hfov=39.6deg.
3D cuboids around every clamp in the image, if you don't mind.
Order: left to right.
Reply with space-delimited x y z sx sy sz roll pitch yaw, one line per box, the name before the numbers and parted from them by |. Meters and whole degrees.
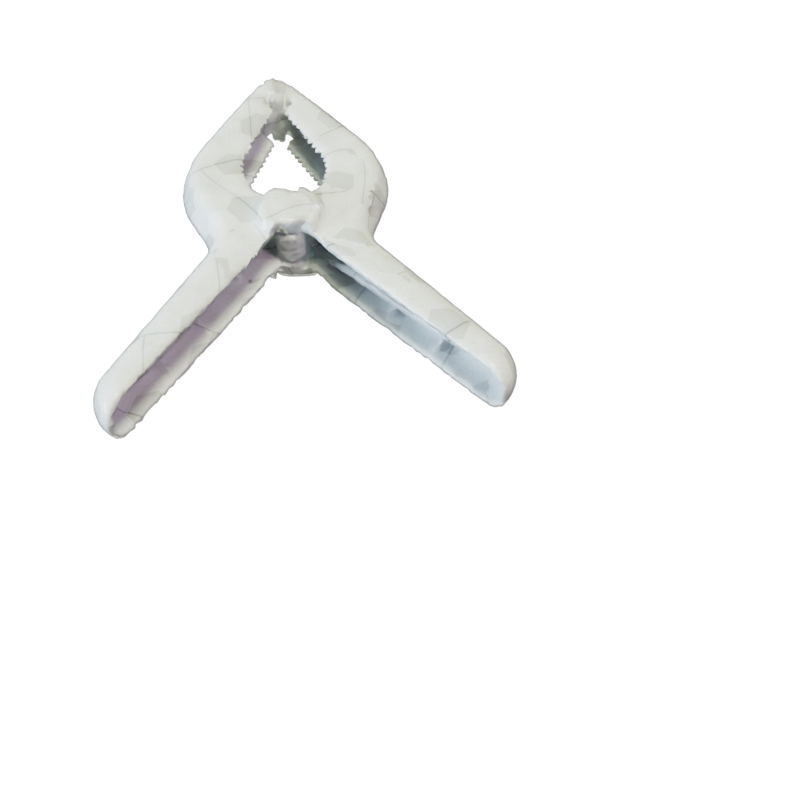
clamp | -0.039 -0.071 0.494 0.165 0.225 0.034 0 -42 0
